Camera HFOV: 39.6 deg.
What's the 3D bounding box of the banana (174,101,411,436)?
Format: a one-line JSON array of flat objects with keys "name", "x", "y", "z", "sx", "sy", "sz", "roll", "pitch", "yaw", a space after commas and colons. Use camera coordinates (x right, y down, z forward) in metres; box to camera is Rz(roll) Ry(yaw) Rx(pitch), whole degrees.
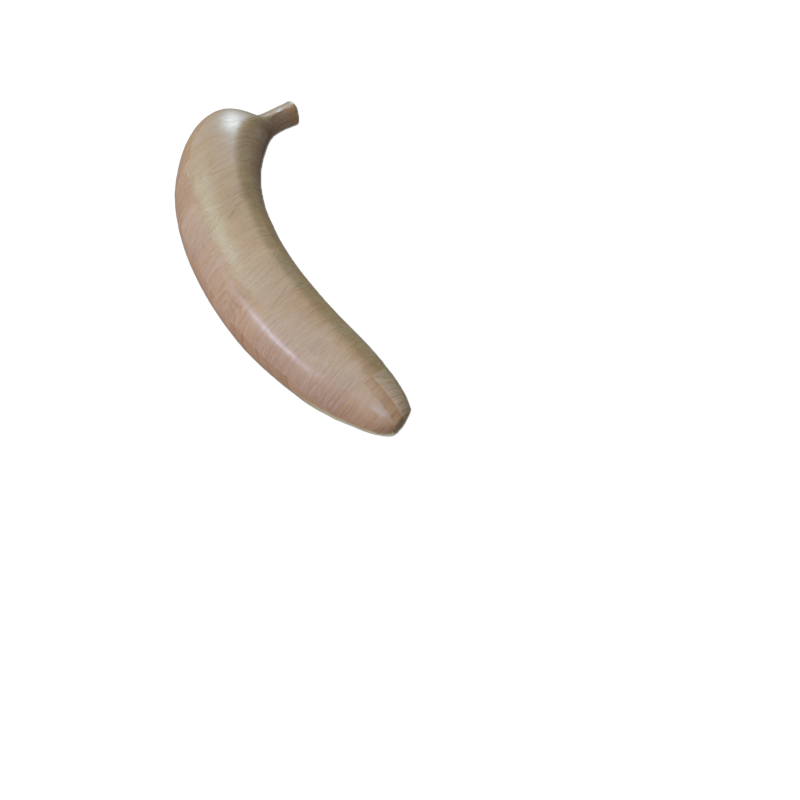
[{"name": "banana", "x": -0.055, "y": -0.065, "z": 0.459, "sx": 0.069, "sy": 0.214, "sz": 0.034, "roll": -11, "pitch": -39, "yaw": -10}]
